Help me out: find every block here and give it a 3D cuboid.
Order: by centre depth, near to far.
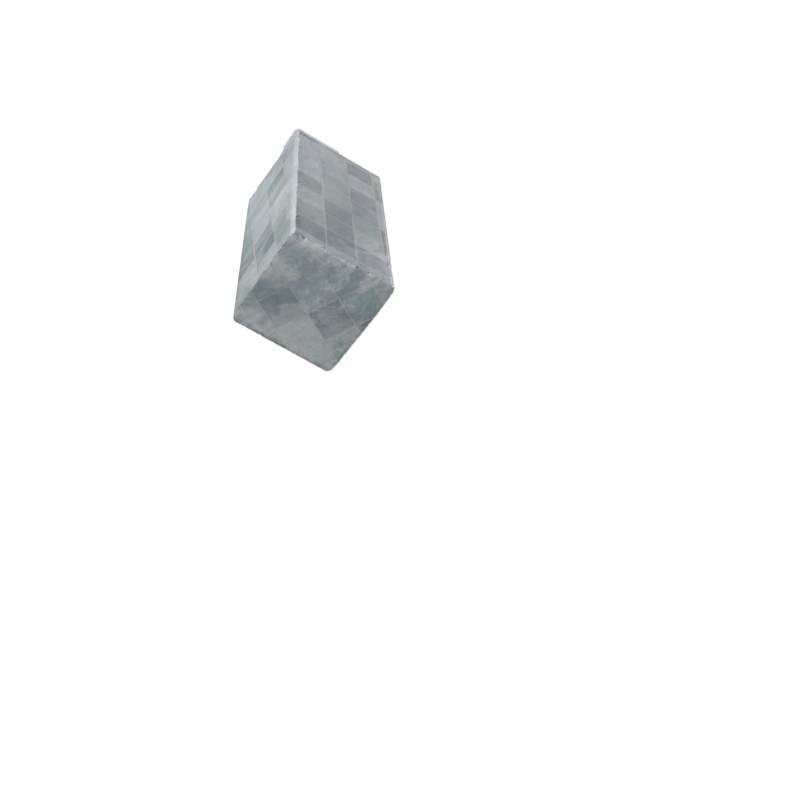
[{"bbox_3d":[-0.071,-0.129,0.906,0.087,0.088,0.219,28,26,-20],"label":"block"}]
